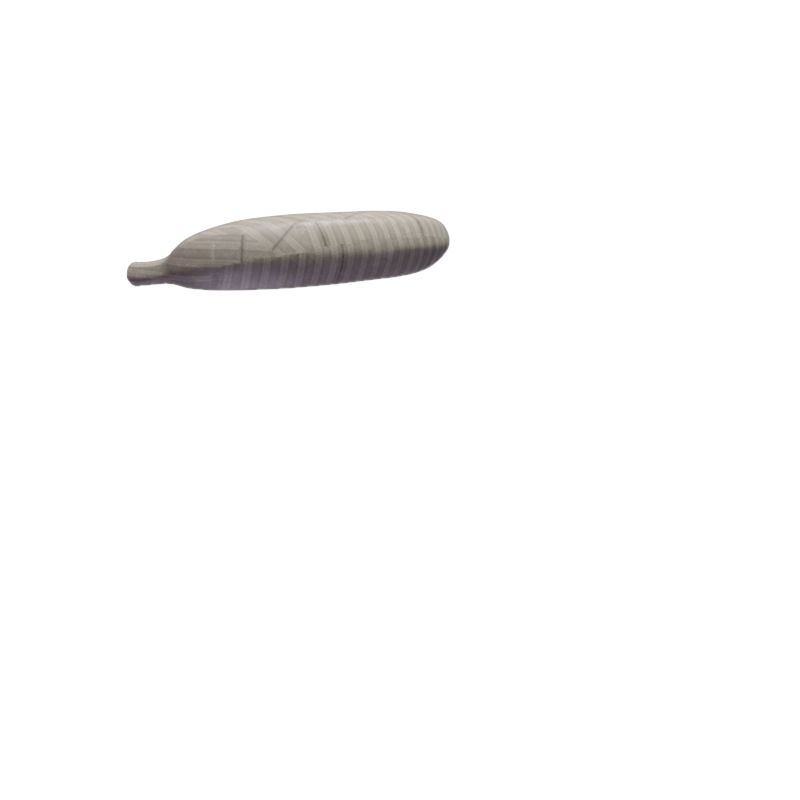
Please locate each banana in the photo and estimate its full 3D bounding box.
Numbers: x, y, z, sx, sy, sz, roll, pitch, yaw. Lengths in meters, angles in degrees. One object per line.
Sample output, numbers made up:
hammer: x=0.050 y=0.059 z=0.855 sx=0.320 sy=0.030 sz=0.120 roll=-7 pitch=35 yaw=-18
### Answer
banana: x=-0.039 y=-0.081 z=0.580 sx=0.192 sy=0.036 sz=0.073 roll=-9 pitch=15 yaw=-32
